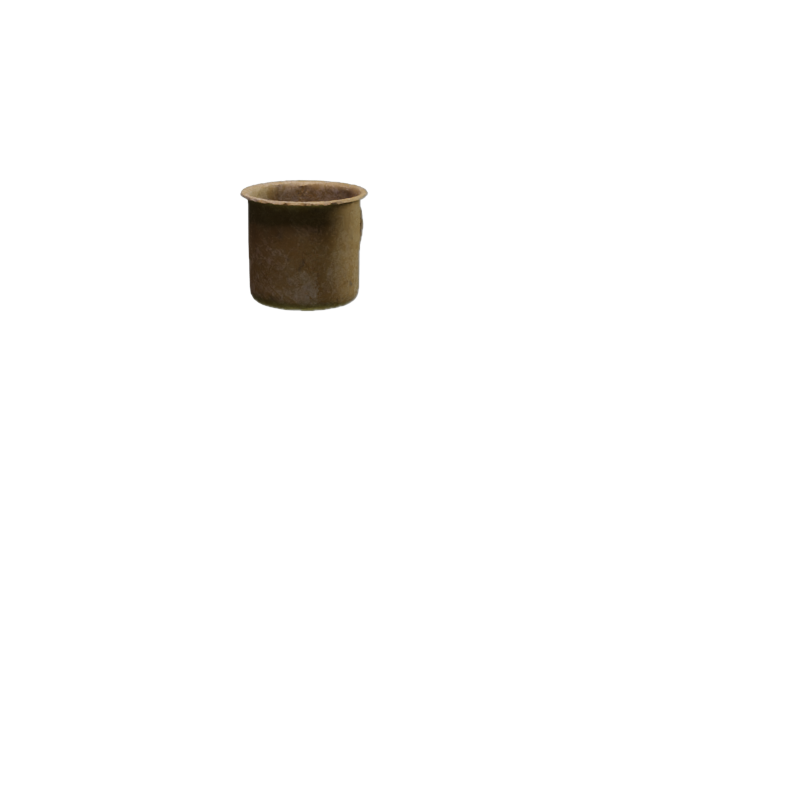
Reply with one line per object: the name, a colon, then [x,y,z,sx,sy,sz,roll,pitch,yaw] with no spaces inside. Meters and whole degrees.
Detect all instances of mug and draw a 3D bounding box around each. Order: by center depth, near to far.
mug: [-0.065,-0.118,0.827,0.097,0.079,0.116,11,21,29]
